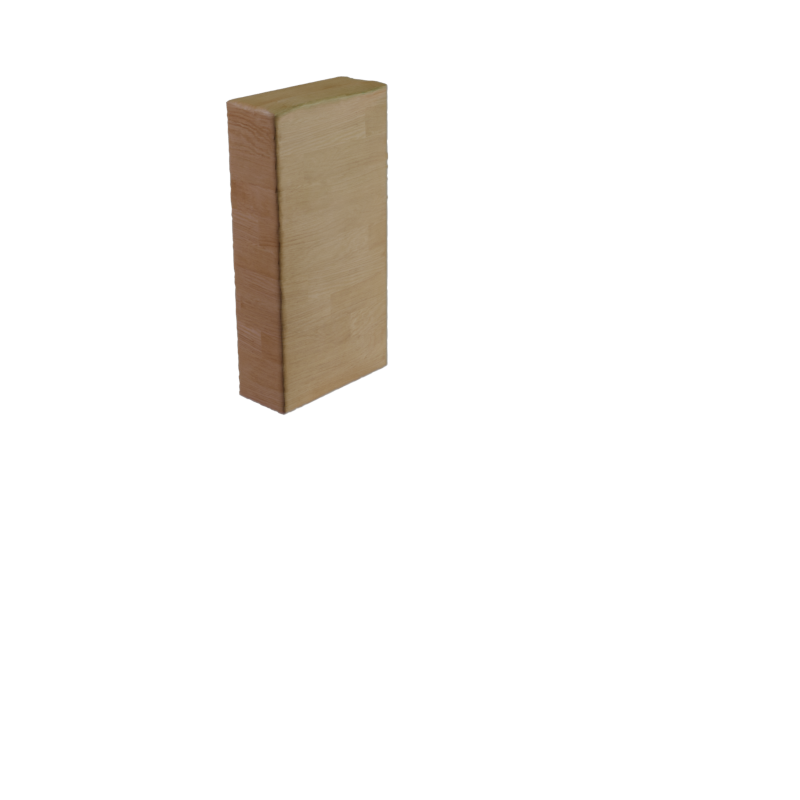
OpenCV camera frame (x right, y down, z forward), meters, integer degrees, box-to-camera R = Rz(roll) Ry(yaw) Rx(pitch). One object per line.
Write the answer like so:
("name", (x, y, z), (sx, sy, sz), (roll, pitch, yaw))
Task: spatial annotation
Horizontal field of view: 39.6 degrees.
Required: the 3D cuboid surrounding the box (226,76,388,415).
("box", (-0.050, -0.091, 0.636), (0.051, 0.168, 0.092), (20, 30, 37))
